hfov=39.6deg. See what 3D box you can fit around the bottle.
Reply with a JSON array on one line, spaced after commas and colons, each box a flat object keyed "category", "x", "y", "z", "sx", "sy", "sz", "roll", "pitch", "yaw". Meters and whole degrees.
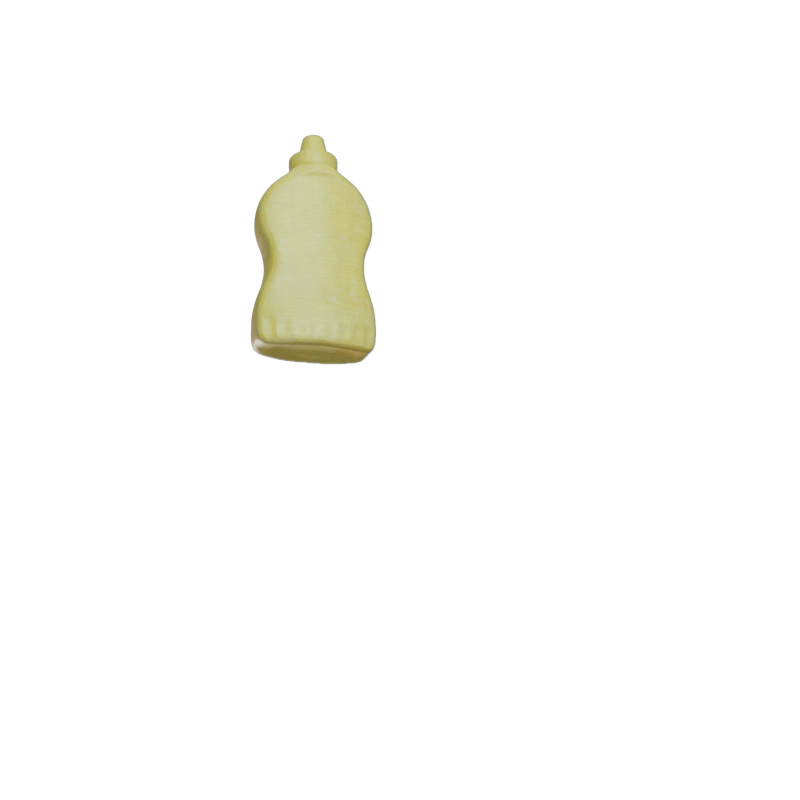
[{"category": "bottle", "x": -0.070, "y": -0.128, "z": 0.898, "sx": 0.094, "sy": 0.202, "sz": 0.056, "roll": 4, "pitch": -23, "yaw": -13}]
